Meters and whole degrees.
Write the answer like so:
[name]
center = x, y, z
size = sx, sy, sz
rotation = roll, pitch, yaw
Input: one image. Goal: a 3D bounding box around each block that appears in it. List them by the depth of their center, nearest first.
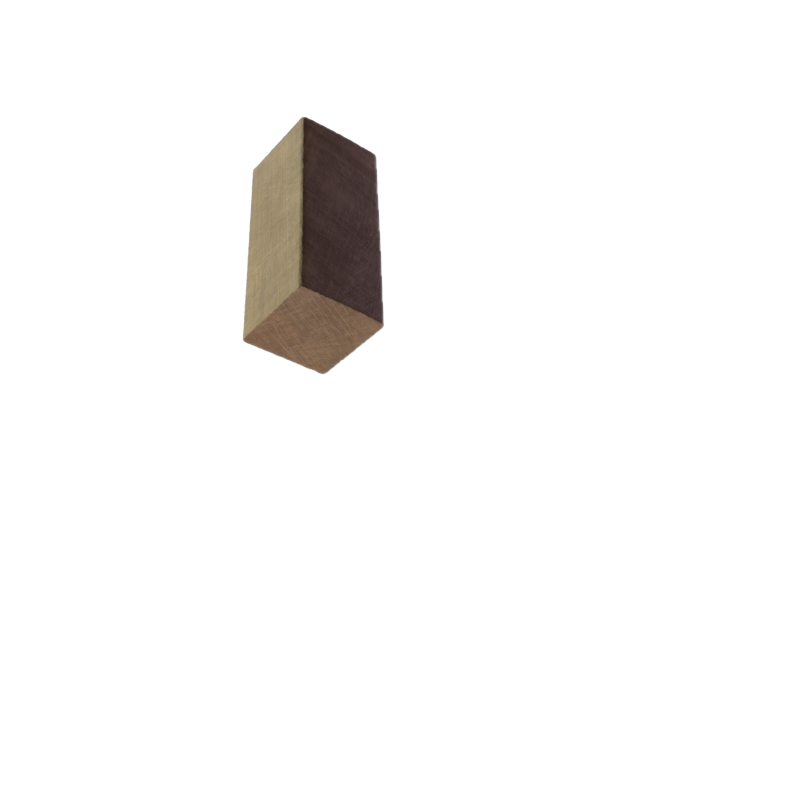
[block]
center = -0.078, -0.143, 1.000
size = 0.085, 0.221, 0.089
rotation = 24, -46, -30
